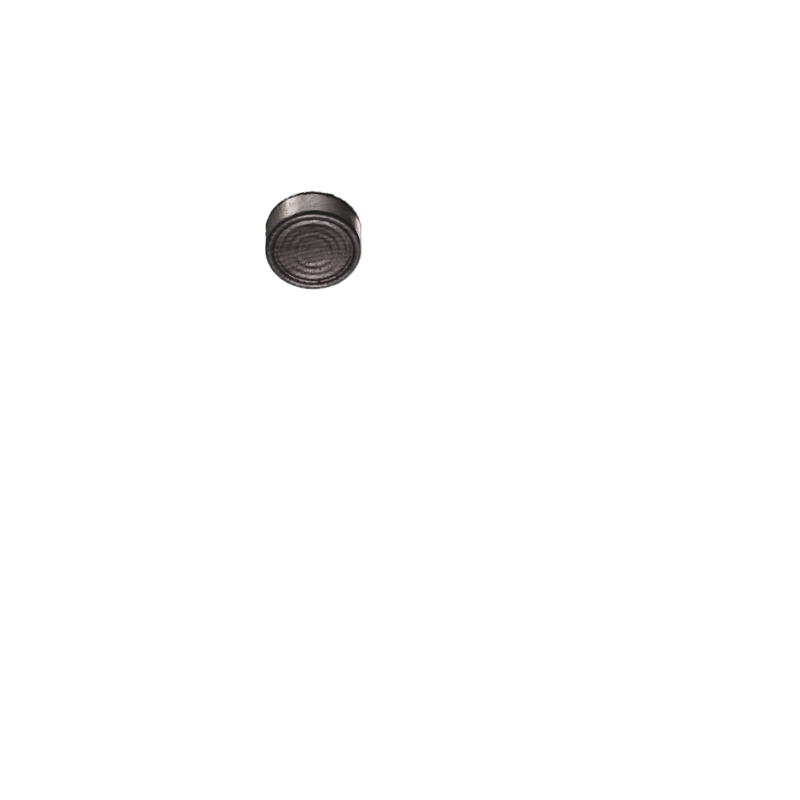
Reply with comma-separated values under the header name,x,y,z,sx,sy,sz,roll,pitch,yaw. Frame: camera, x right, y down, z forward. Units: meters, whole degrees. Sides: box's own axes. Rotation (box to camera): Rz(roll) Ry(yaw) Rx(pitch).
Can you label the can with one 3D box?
name,x,y,z,sx,sy,sz,roll,pitch,yaw
can,-0.076,-0.139,0.972,0.086,0.080,0.036,1,40,-1
